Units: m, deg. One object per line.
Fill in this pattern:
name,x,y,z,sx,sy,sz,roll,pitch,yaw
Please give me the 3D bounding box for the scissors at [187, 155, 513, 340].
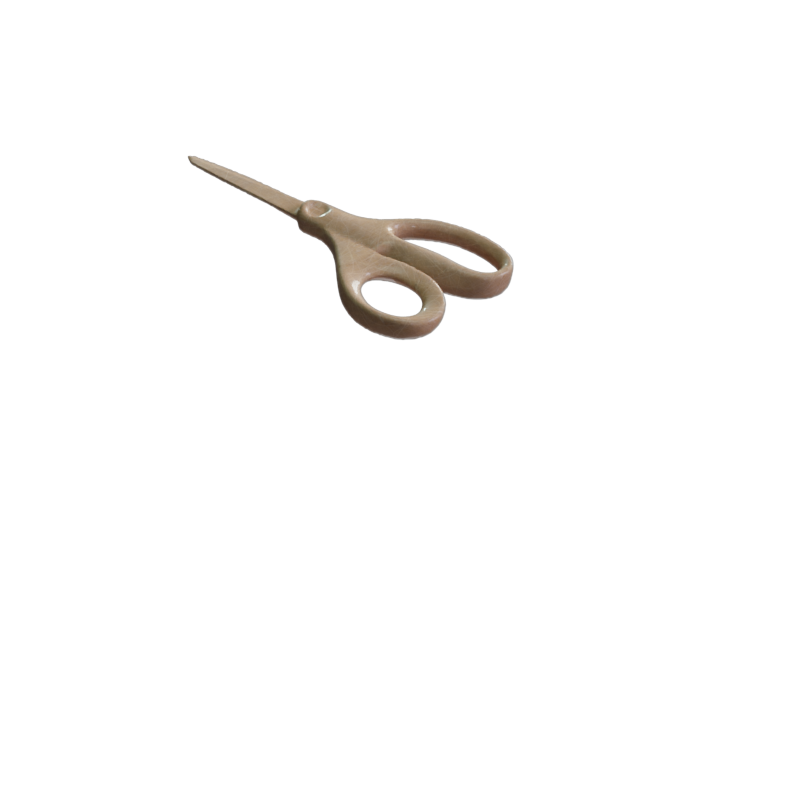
scissors,-0.045,-0.081,0.569,0.209,0.015,0.099,17,43,19
